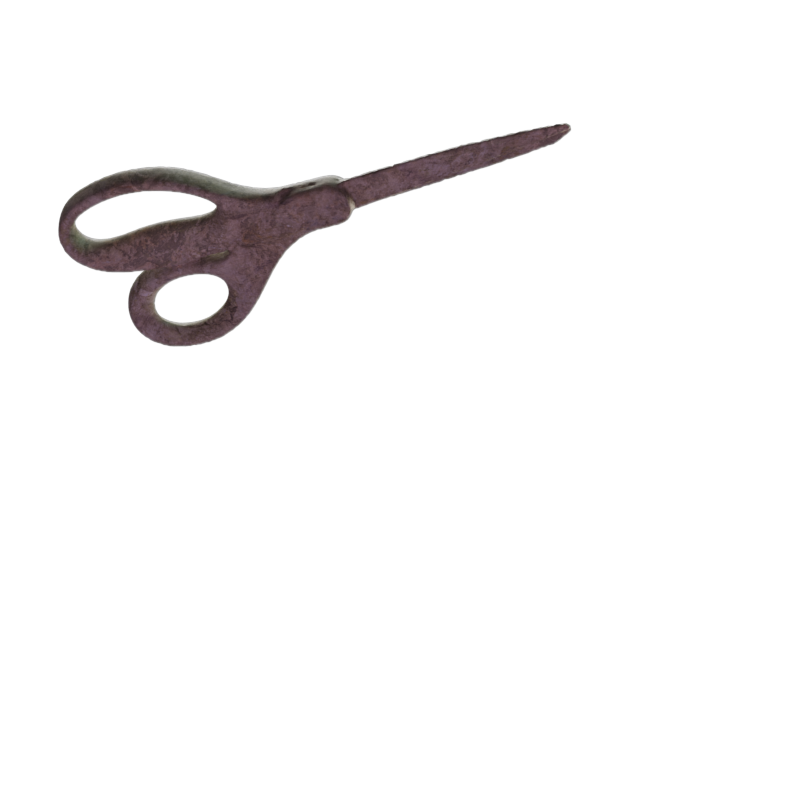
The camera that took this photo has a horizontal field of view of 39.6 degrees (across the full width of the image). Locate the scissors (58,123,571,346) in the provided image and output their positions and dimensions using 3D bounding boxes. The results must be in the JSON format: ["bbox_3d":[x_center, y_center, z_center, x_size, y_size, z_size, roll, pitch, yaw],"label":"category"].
[{"bbox_3d":[-0.035,-0.064,0.448,0.202,0.089,0.017,-3,42,3],"label":"scissors"}]
